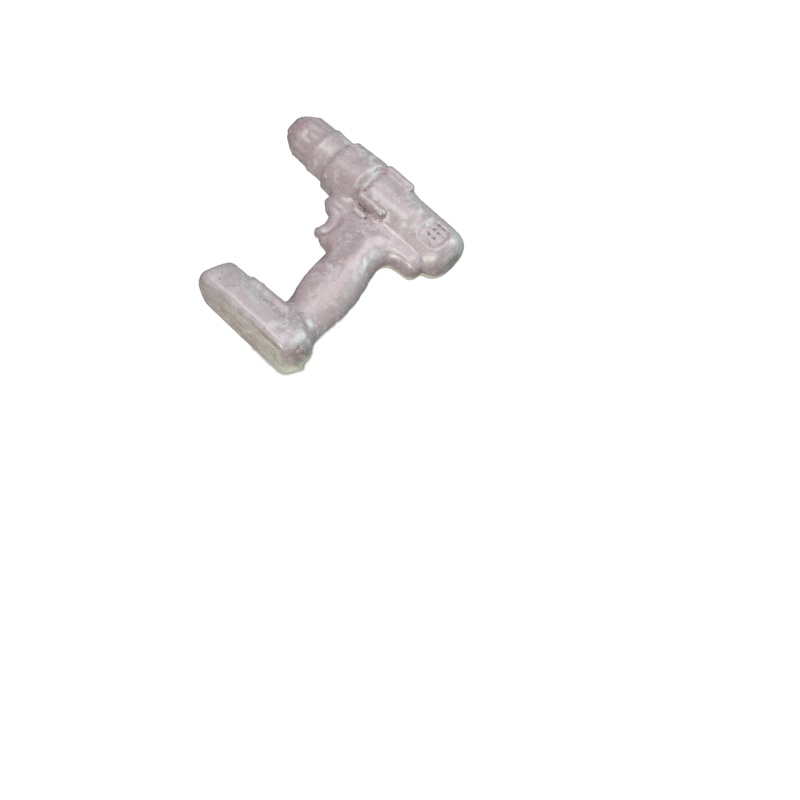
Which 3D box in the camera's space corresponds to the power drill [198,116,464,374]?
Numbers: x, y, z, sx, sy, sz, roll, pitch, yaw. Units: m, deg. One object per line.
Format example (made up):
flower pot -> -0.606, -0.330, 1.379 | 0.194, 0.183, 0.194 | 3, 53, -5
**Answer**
power drill -> -0.070, -0.128, 0.896 | 0.193, 0.190, 0.054 | 41, -19, 18
